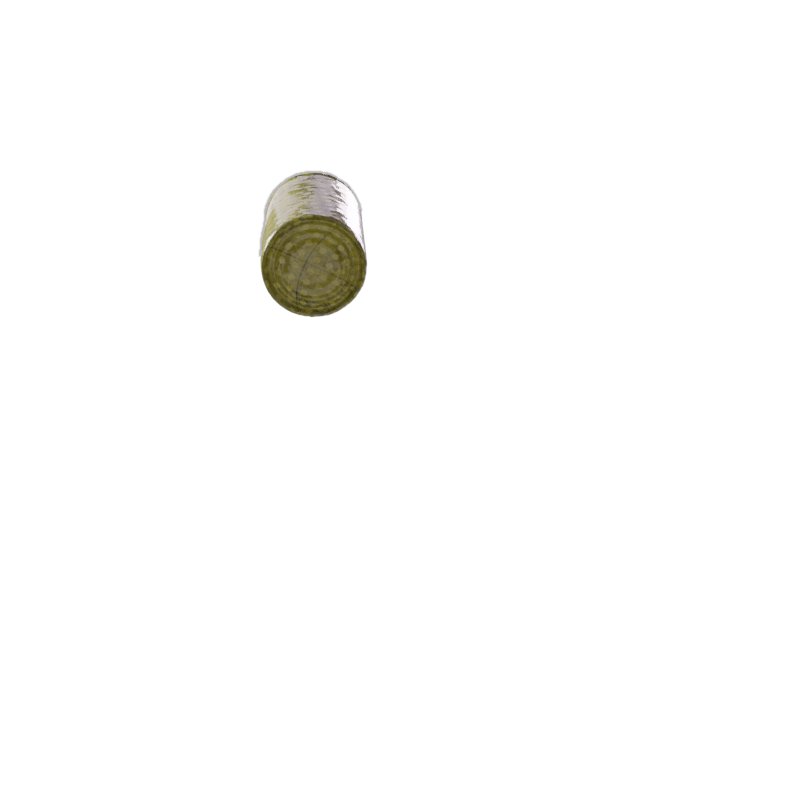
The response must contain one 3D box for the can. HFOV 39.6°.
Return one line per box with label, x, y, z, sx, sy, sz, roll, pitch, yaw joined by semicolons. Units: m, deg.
can;-0.057;-0.104;0.729;0.068;0.065;0.107;0;24;-3
